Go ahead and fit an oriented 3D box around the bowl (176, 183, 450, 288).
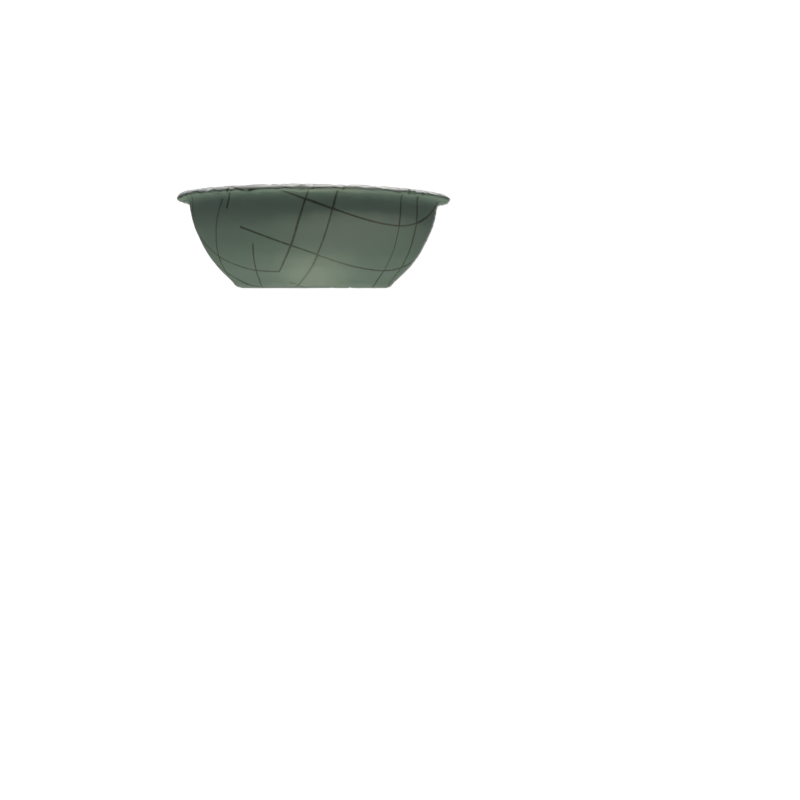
[{"bbox_3d":[-0.052,-0.094,0.658,0.162,0.055,0.163,0,5,-2],"label":"bowl"}]
